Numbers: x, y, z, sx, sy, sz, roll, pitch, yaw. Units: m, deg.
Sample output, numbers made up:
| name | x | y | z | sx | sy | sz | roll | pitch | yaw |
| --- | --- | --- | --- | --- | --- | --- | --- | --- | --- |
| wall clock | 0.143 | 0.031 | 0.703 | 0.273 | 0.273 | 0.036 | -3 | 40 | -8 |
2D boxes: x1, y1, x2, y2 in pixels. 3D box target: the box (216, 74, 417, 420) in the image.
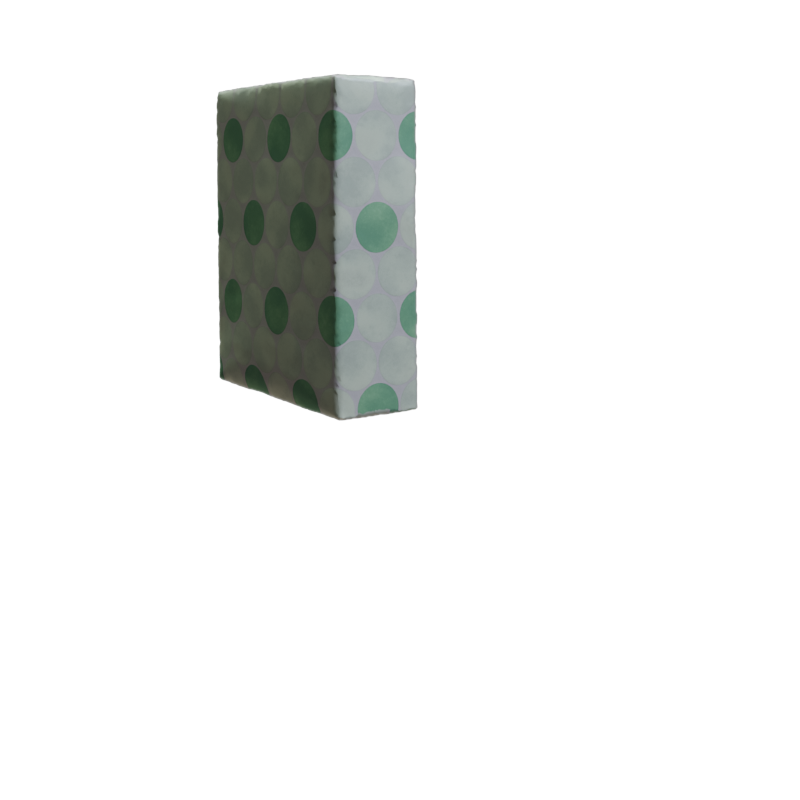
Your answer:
| name | x | y | z | sx | sy | sz | roll | pitch | yaw |
| --- | --- | --- | --- | --- | --- | --- | --- | --- | --- |
| box | -0.059 | -0.108 | 0.758 | 0.069 | 0.212 | 0.172 | -3 | 7 | -34 |
